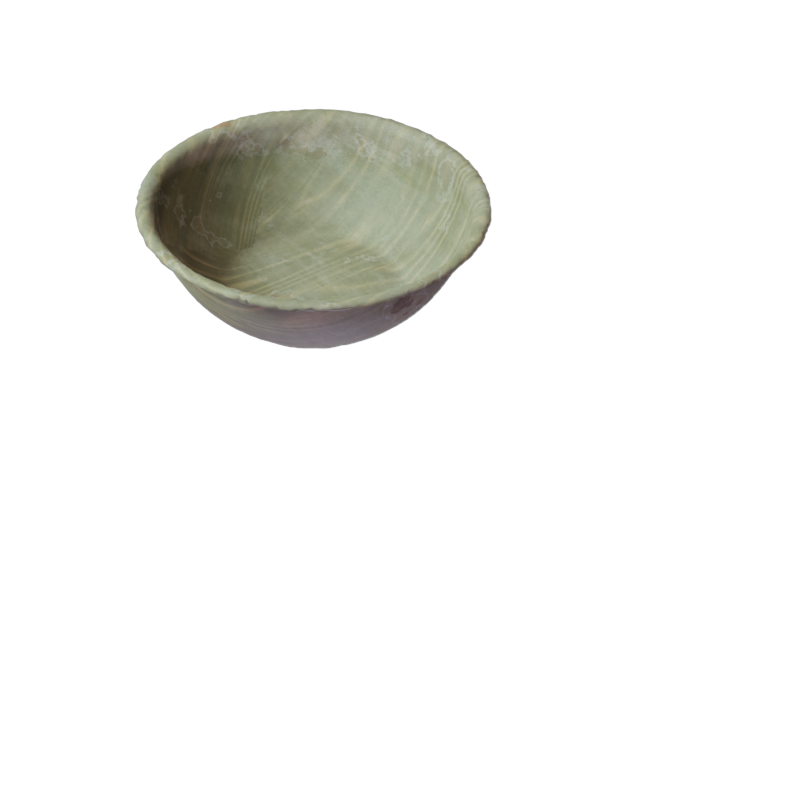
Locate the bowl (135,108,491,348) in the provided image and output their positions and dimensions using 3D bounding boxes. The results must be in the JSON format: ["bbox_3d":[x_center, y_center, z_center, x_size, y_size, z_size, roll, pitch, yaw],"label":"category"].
[{"bbox_3d":[-0.041,-0.074,0.520,0.162,0.051,0.174,-1,40,-2],"label":"bowl"}]
